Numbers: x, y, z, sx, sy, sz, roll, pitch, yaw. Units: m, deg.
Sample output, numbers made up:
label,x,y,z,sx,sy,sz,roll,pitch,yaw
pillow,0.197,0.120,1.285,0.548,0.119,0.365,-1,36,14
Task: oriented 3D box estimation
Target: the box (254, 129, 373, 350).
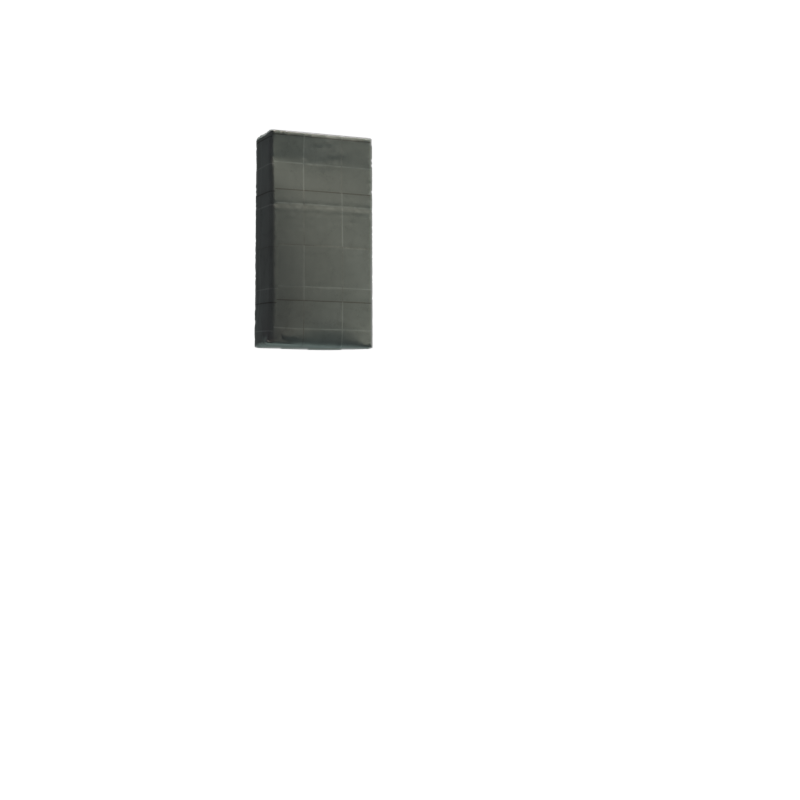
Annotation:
label,x,y,z,sx,sy,sz,roll,pitch,yaw
box,-0.072,-0.131,0.916,0.090,0.180,0.048,3,-9,-23
